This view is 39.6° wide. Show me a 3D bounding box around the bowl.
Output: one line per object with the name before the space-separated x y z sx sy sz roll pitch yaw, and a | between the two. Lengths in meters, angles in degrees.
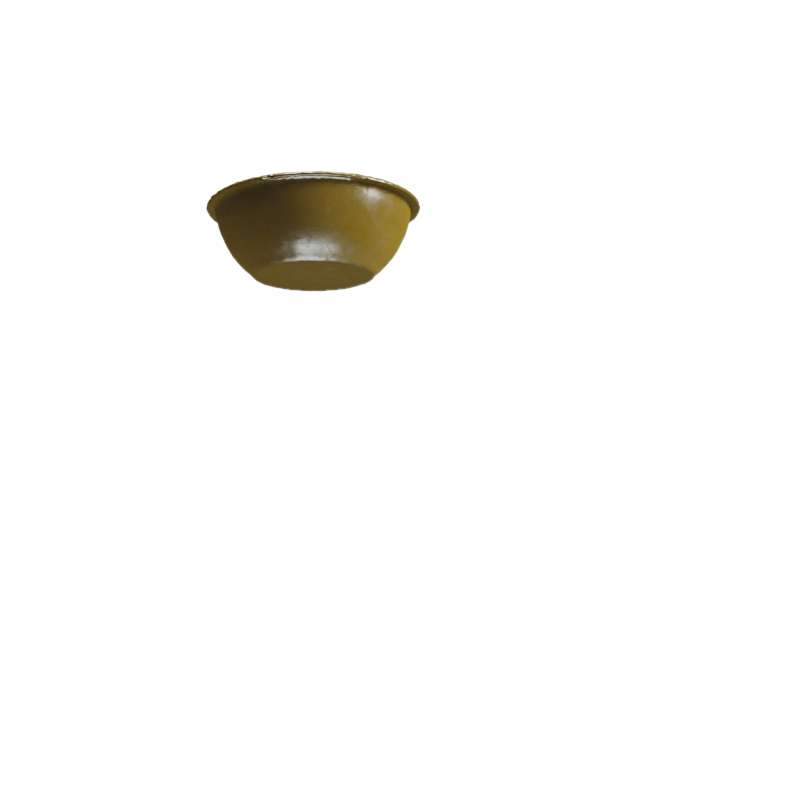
bowl | -0.065 -0.119 0.833 0.162 0.057 0.157 0 -10 -2
